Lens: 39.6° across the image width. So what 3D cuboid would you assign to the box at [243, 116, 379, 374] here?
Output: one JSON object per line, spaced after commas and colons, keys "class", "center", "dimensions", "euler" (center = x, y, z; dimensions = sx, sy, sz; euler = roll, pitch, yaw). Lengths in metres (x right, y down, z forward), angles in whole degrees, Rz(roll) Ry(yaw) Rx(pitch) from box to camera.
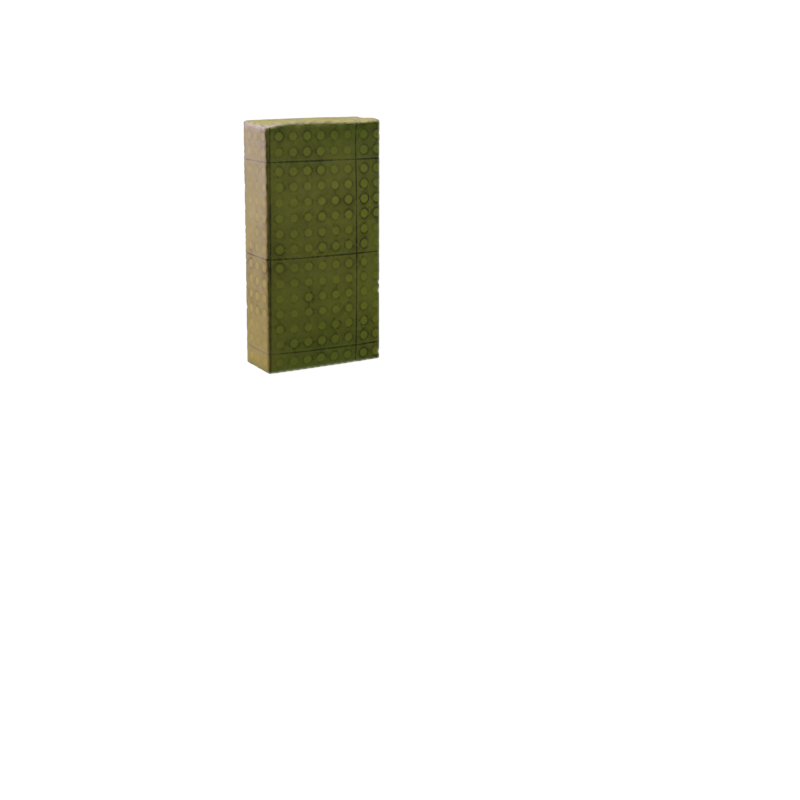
{"class": "box", "center": [-0.062, -0.114, 0.796], "dimensions": [0.091, 0.171, 0.051], "euler": [-7, 15, -29]}
